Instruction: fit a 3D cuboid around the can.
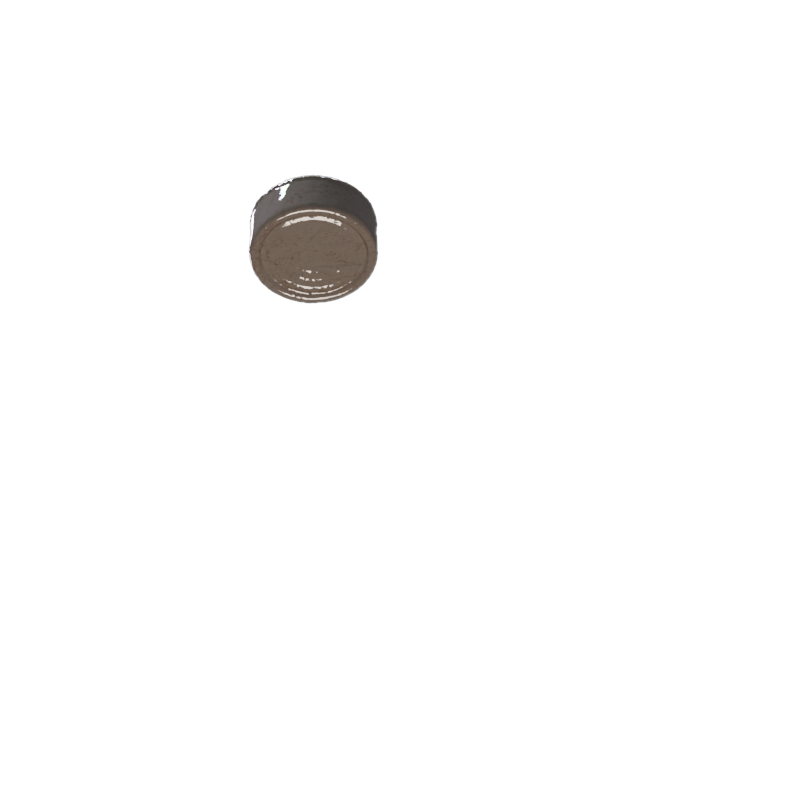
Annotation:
[{"bbox_3d":[-0.057,-0.105,0.734,0.086,0.080,0.036,1,44,-1],"label":"can"}]
